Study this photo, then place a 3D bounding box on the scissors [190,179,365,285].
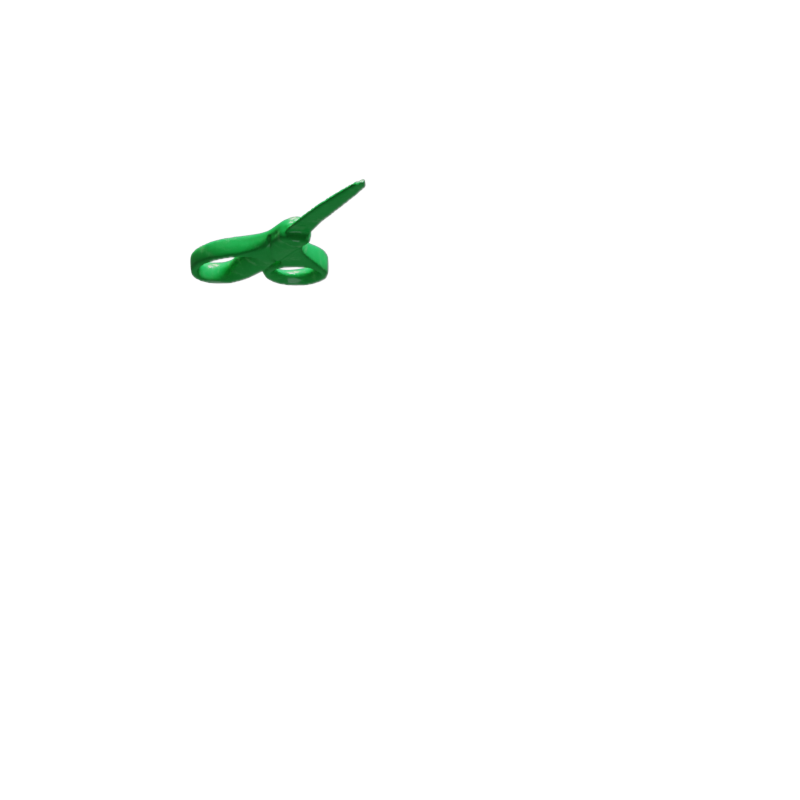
[{"bbox_3d":[-0.051,-0.094,0.656,0.092,0.016,0.206,7,-11,-40],"label":"scissors"}]
